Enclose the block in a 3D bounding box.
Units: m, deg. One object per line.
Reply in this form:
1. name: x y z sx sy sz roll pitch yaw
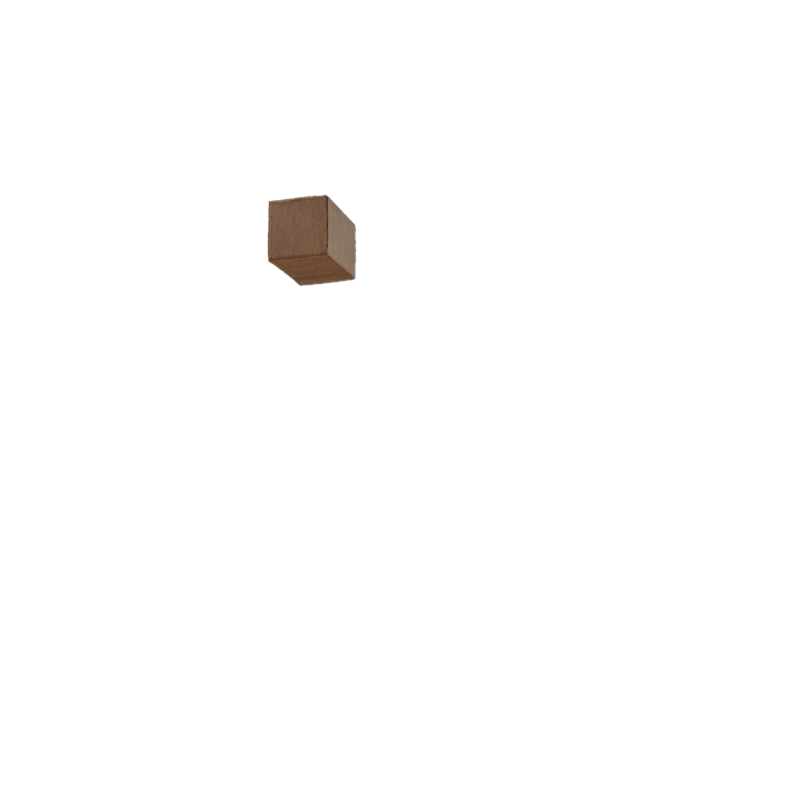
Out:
1. block: -0.071 -0.130 0.912 0.054 0.053 0.074 -5 -14 15
